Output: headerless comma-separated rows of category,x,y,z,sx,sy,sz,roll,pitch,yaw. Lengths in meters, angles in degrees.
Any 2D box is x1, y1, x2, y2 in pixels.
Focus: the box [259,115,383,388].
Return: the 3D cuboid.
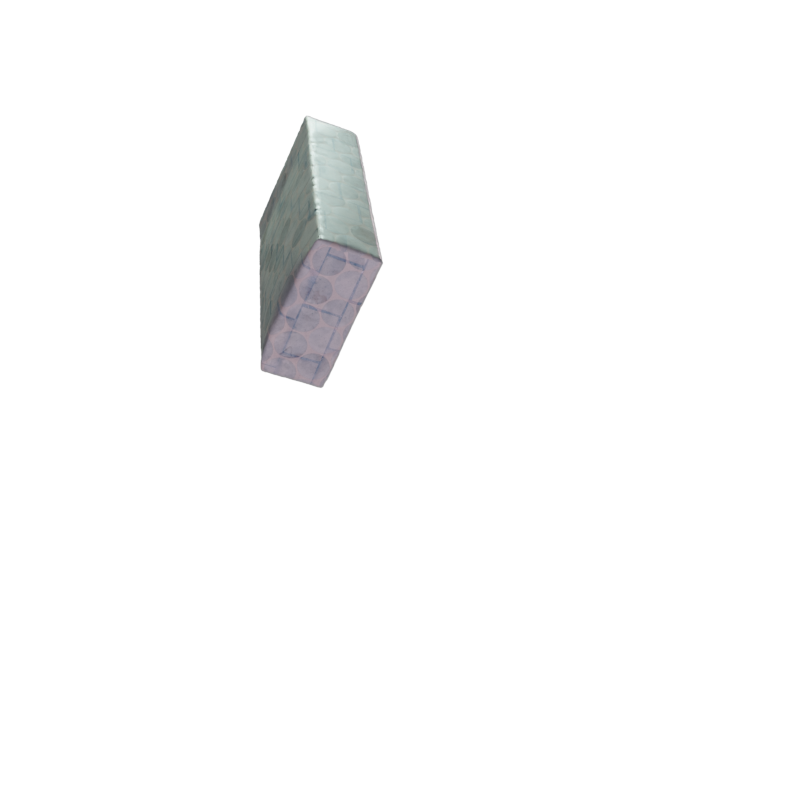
box,-0.053,-0.098,0.685,0.047,0.090,0.188,19,31,-16
